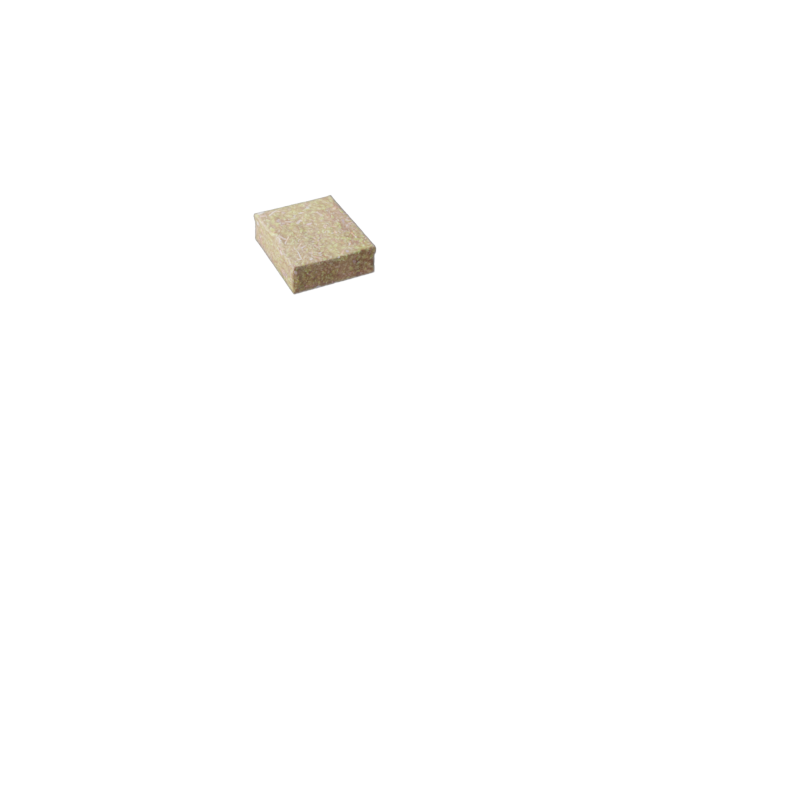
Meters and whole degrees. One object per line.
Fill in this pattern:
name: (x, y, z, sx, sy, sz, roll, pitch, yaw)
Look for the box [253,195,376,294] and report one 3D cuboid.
box: (-0.072, -0.131, 0.915, 0.072, 0.028, 0.097, -17, 43, -19)
